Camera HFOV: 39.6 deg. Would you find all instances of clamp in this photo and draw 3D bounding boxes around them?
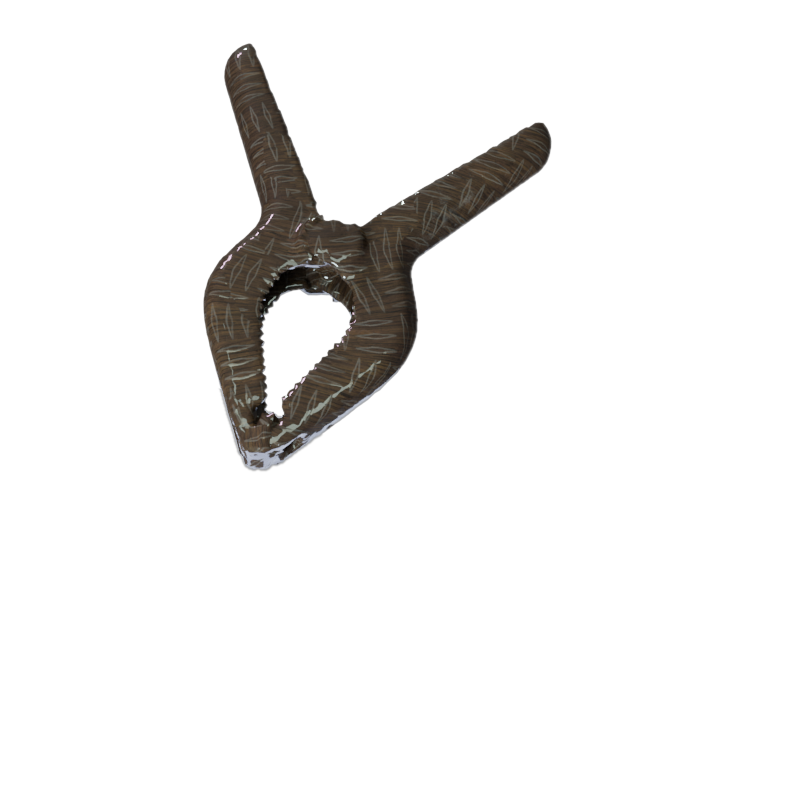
[{"bbox_3d":[-0.040,-0.072,0.507,0.169,0.218,0.034,21,-26,11],"label":"clamp"}]
